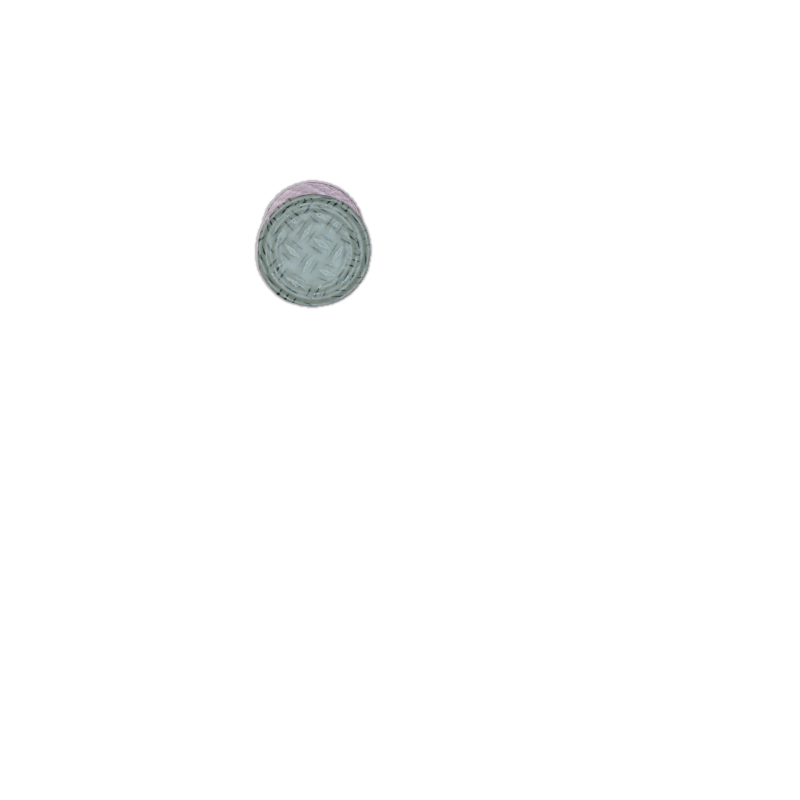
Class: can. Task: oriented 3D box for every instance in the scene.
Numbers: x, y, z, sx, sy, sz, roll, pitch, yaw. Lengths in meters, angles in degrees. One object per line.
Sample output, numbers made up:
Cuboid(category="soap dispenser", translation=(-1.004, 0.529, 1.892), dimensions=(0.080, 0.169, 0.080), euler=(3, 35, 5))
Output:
Cuboid(category="can", translation=(-0.053, -0.097, 0.682), dimensions=(0.068, 0.067, 0.105), euler=(0, 12, -3))
